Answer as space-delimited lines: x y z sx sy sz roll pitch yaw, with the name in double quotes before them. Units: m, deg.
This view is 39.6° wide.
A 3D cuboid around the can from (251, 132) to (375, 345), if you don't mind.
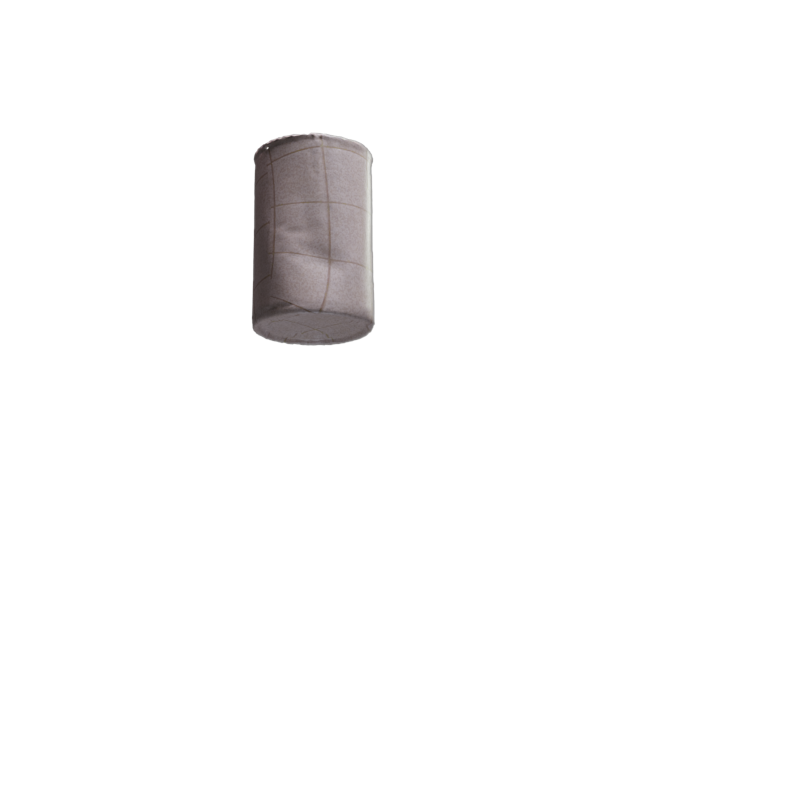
"can" -0.048 -0.088 0.615 0.068 0.107 0.066 0 -18 -2
